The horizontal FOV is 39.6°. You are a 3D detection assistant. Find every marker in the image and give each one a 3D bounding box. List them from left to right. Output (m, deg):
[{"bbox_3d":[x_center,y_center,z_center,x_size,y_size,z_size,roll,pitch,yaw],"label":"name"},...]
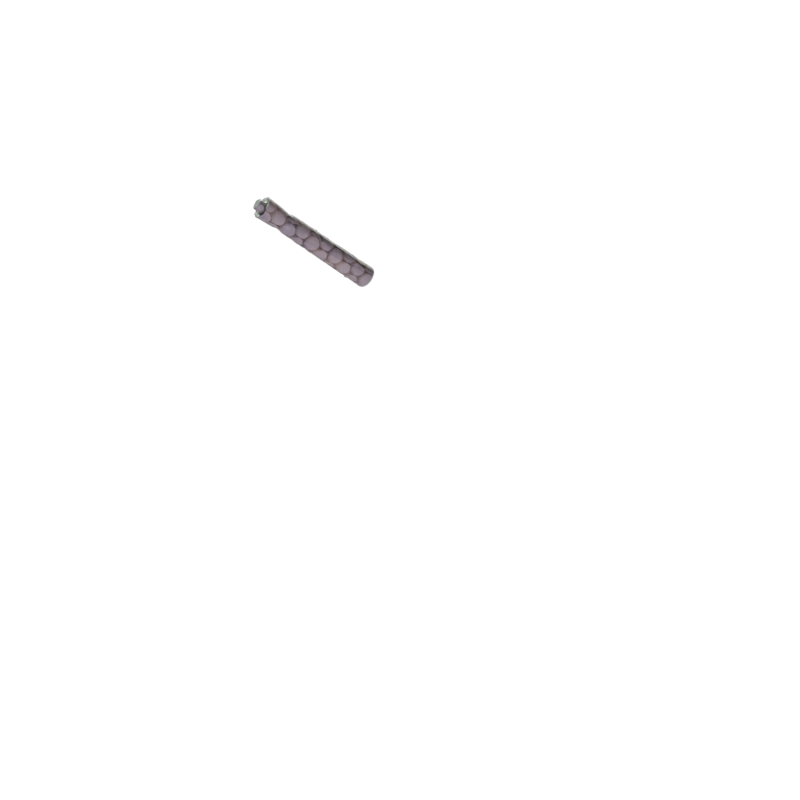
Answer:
[{"bbox_3d":[-0.070,-0.128,0.897,0.114,0.020,0.020,31,-14,-29],"label":"marker"}]
